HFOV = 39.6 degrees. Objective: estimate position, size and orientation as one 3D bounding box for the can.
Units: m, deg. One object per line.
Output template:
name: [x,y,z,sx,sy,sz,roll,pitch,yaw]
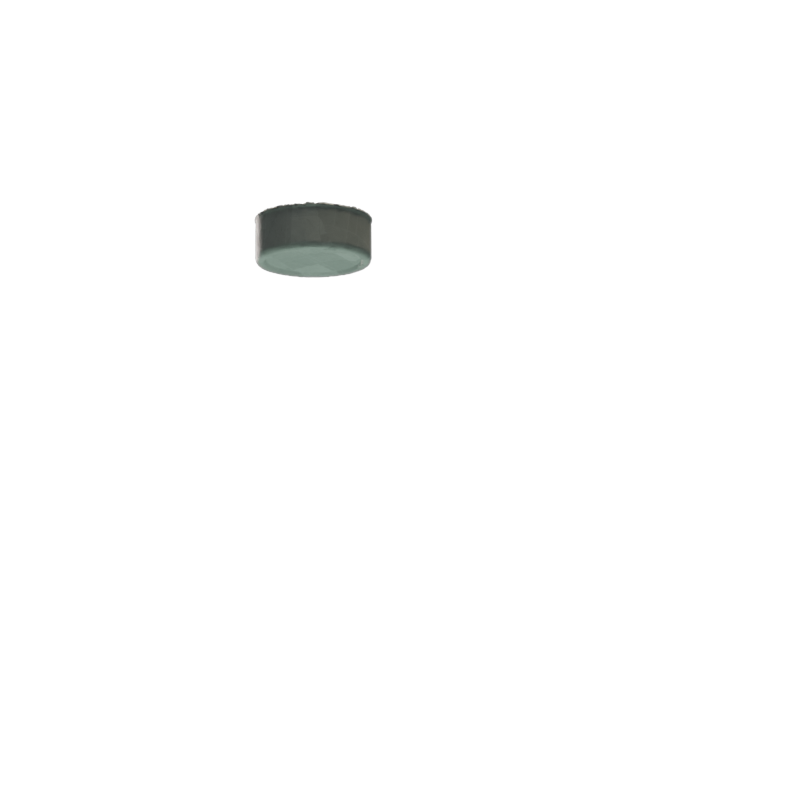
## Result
can: [-0.063,-0.115,0.806,0.086,0.035,0.083,0,-9,-2]
